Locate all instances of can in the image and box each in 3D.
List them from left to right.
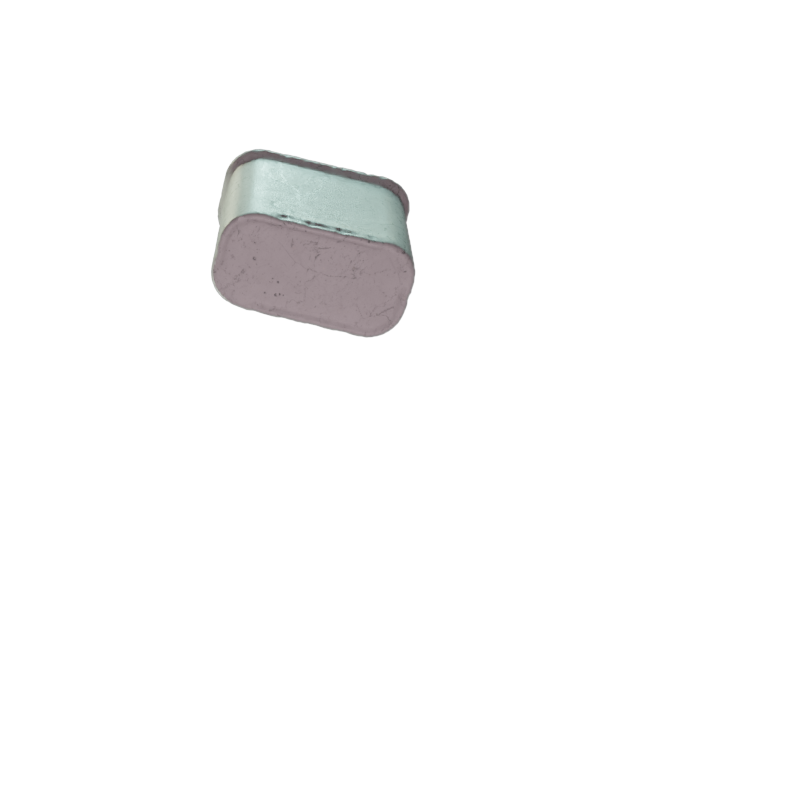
[{"bbox_3d":[-0.044,-0.081,0.566,0.101,0.055,0.089,12,28,-8],"label":"can"}]
